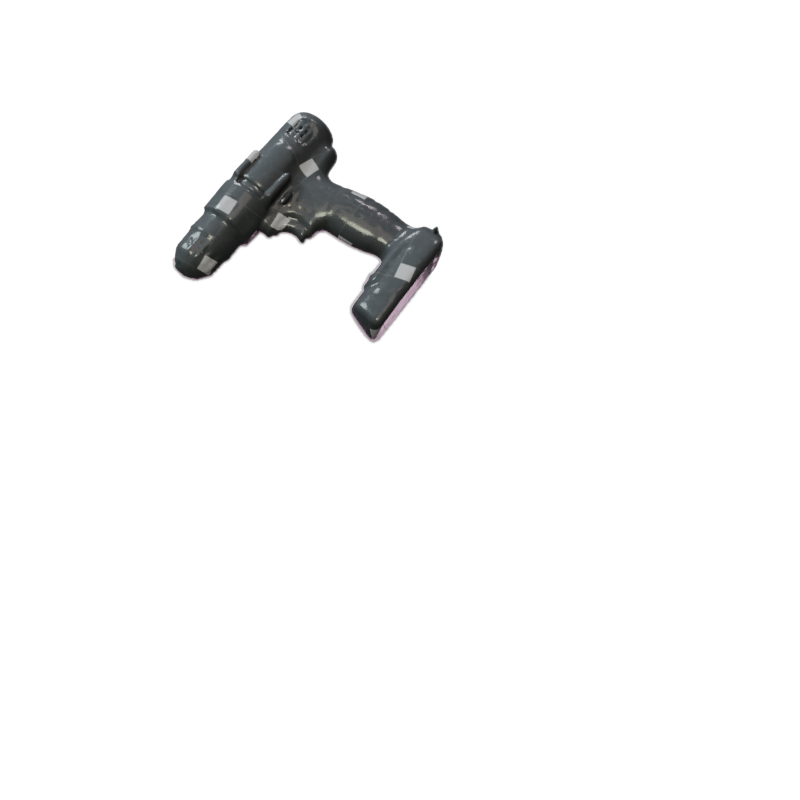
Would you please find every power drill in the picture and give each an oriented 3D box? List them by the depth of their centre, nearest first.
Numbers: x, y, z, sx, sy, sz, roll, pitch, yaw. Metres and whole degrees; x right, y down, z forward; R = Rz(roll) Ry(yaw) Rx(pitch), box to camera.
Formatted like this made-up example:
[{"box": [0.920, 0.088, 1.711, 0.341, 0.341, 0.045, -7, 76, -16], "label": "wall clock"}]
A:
[{"box": [-0.074, -0.134, 0.940, 0.193, 0.187, 0.055, 37, -15, 11], "label": "power drill"}]
